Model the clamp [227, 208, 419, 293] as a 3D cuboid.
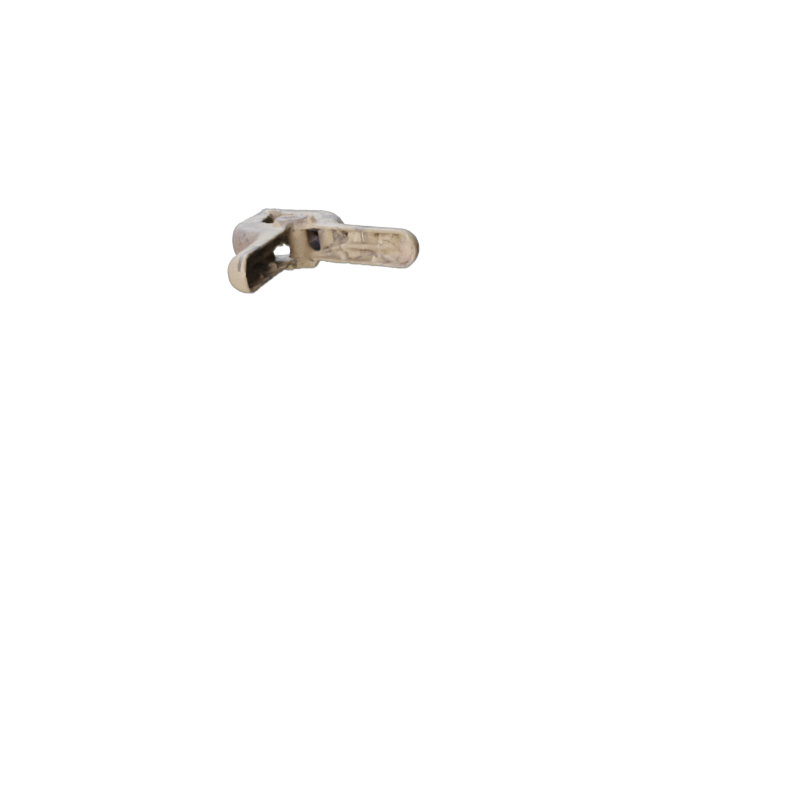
[{"bbox_3d":[-0.058,-0.106,0.745,0.119,0.038,0.180,-3,20,-9],"label":"clamp"}]
